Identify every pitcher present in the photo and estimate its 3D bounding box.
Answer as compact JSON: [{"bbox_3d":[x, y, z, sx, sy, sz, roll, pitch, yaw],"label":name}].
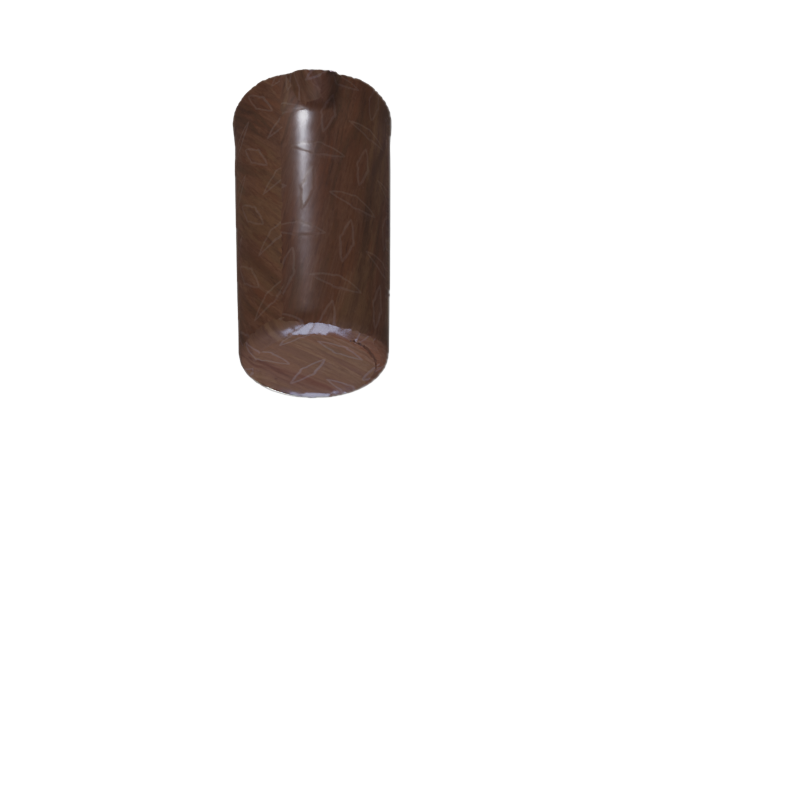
[{"bbox_3d":[-0.068,-0.124,0.869,0.145,0.260,0.139,-26,-40,31],"label":"pitcher"}]
